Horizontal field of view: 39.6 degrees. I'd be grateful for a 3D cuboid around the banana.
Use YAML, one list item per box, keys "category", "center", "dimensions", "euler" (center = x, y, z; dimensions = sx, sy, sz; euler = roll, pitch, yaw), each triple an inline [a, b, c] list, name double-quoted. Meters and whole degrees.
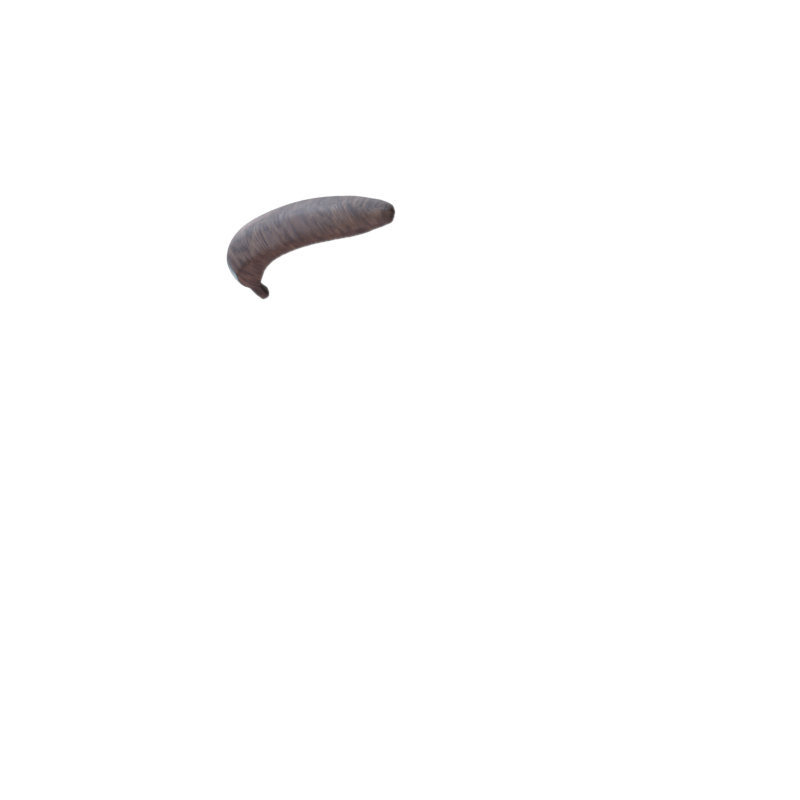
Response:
- category: "banana"
  center: [-0.087, -0.130, 0.893]
  dimensions: [0.066, 0.038, 0.199]
  euler: [12, -19, -35]
